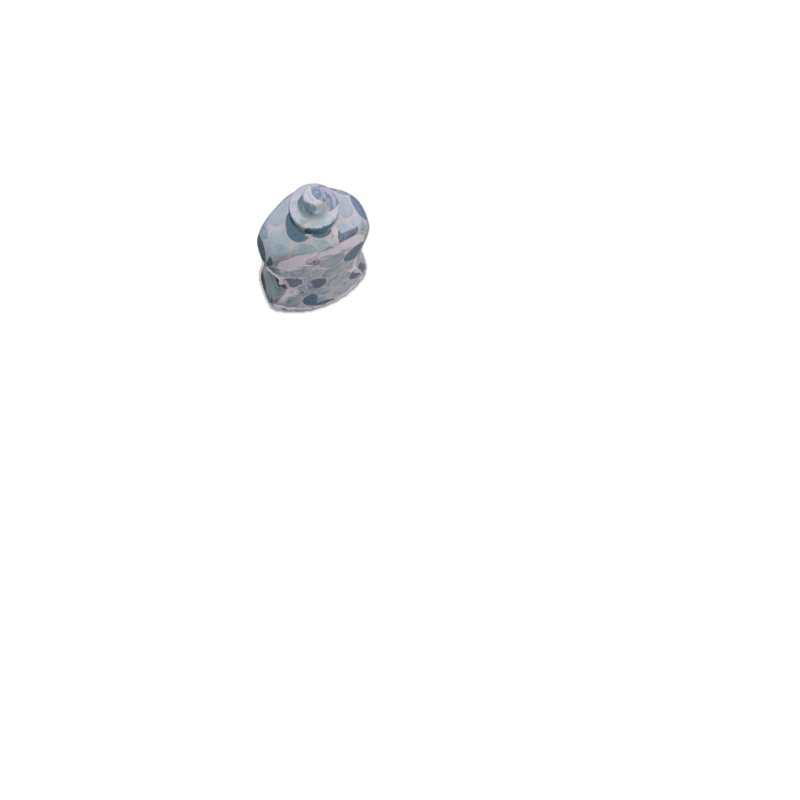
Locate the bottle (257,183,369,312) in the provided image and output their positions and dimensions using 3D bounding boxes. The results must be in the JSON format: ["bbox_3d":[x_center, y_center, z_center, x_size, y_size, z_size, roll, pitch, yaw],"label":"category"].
[{"bbox_3d":[-0.074,-0.136,0.954,0.095,0.061,0.183,-18,-15,-9],"label":"bottle"}]
